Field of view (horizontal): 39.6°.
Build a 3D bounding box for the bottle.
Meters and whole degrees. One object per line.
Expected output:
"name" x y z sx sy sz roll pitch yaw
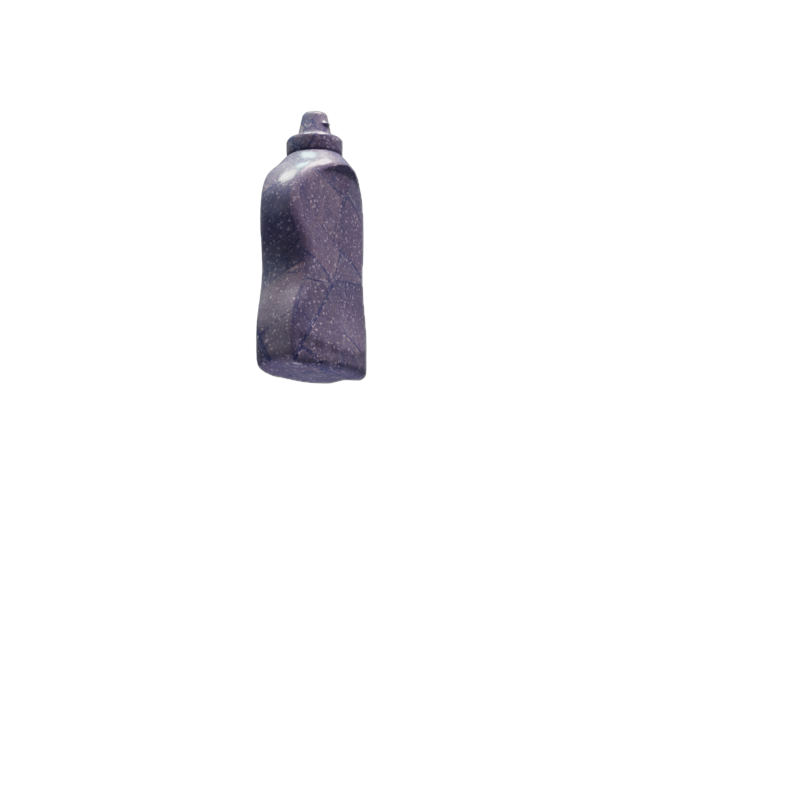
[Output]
"bottle" -0.061 -0.112 0.783 0.060 0.198 0.091 -10 -16 32
